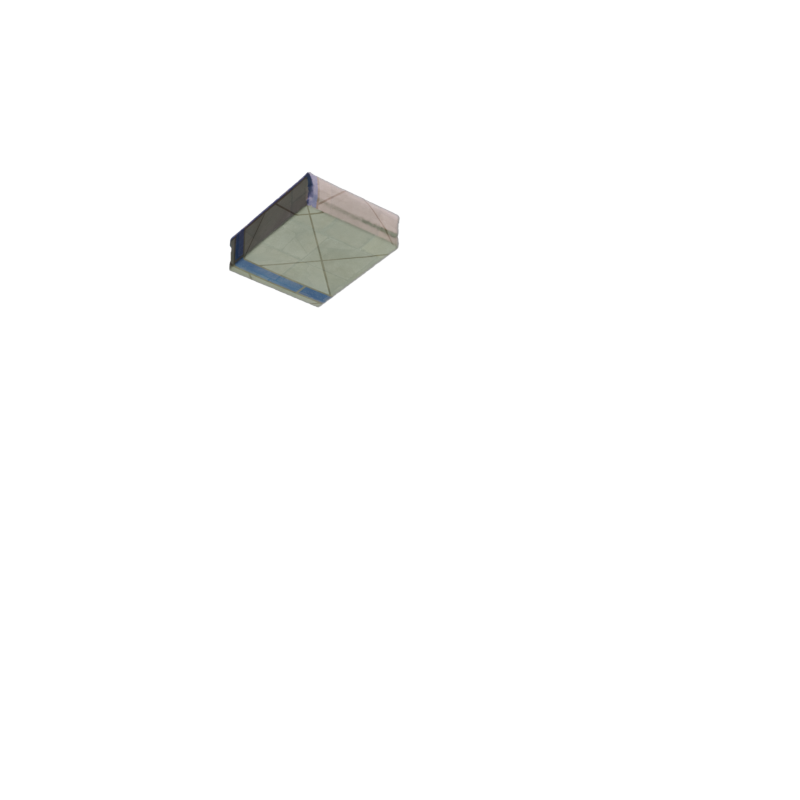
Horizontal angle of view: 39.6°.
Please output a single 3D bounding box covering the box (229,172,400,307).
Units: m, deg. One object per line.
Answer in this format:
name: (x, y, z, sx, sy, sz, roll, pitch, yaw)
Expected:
box: (-0.055, -0.101, 0.708, 0.069, 0.032, 0.088, 22, -38, -32)
